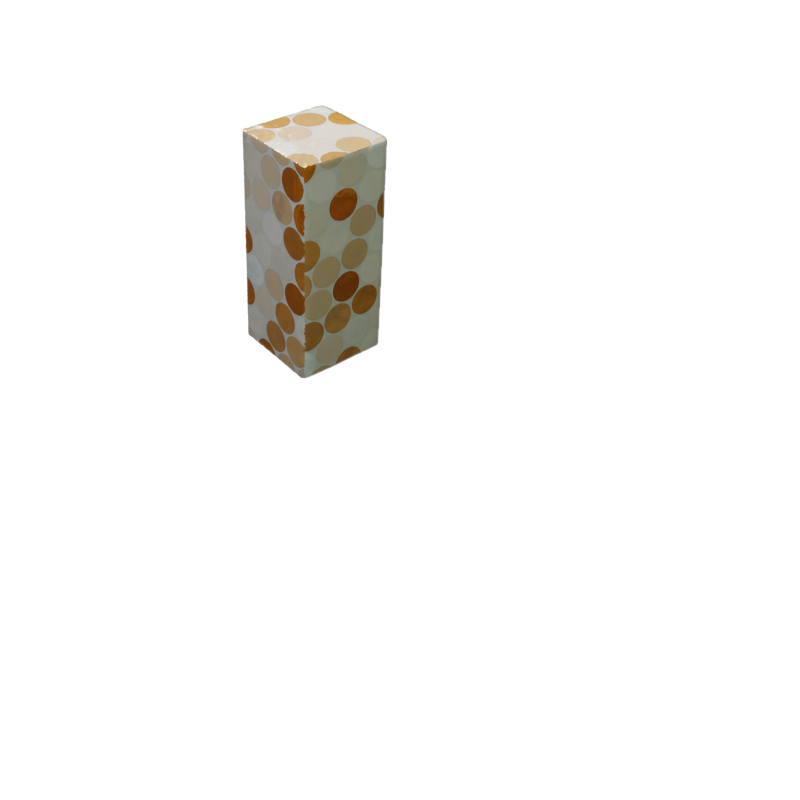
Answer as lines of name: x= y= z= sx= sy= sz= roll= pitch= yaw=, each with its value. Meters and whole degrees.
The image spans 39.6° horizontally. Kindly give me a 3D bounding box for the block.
block: x=-0.075 y=-0.138 z=0.965 sx=0.089 sy=0.194 sz=0.097 roll=-22 pitch=40 yaw=-33
